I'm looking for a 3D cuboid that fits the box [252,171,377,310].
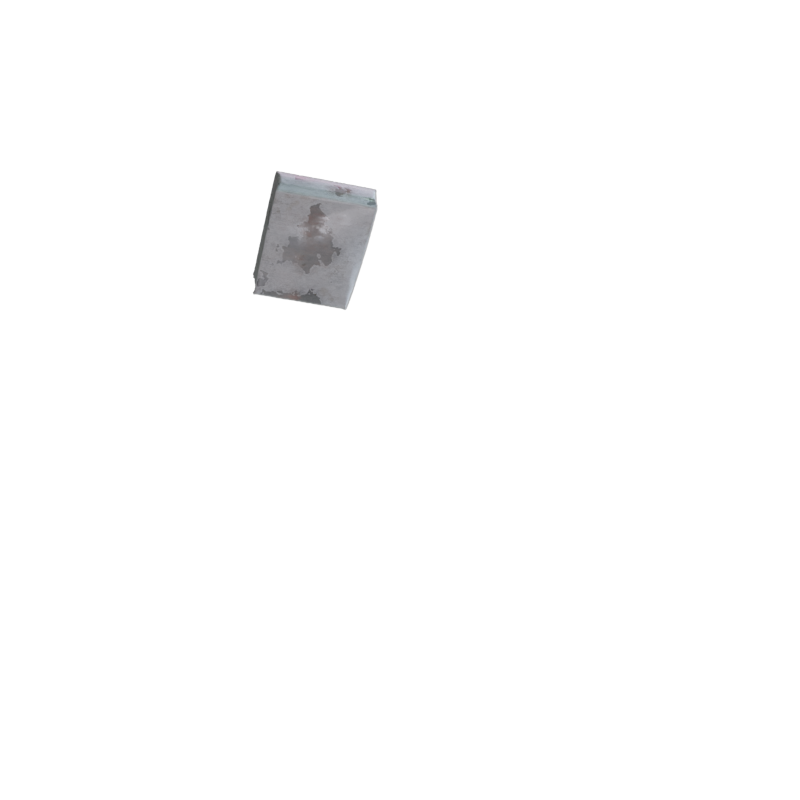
[{"bbox_3d":[-0.076,-0.138,0.968,0.089,0.108,0.041,11,32,-8],"label":"box"}]
